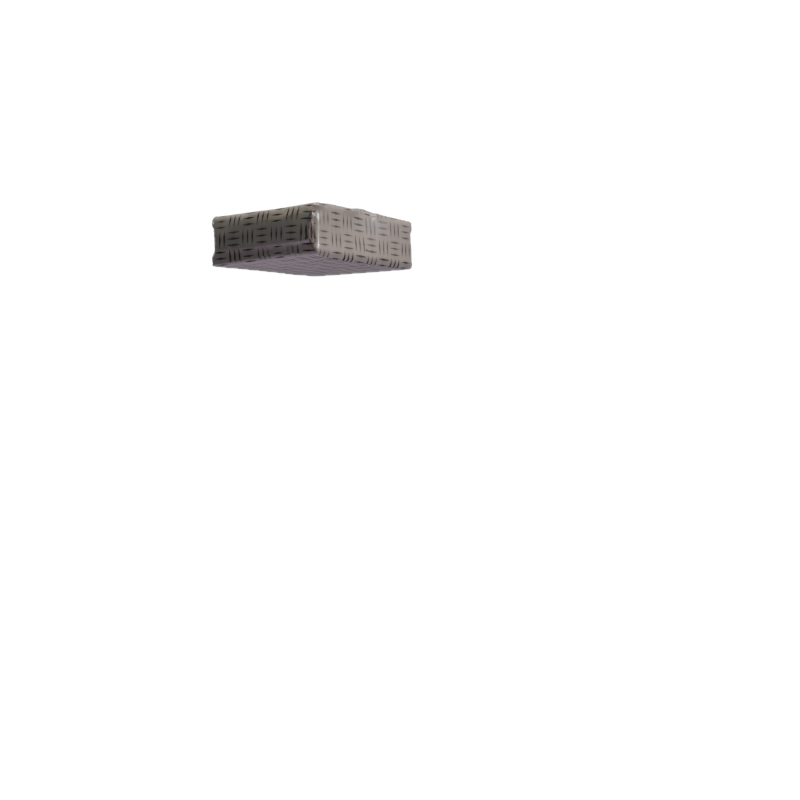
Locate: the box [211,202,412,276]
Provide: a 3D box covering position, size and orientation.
[{"bbox_3d":[-0.048,-0.087,0.610,0.076,0.030,0.085,-1,-1,38],"label":"box"}]
